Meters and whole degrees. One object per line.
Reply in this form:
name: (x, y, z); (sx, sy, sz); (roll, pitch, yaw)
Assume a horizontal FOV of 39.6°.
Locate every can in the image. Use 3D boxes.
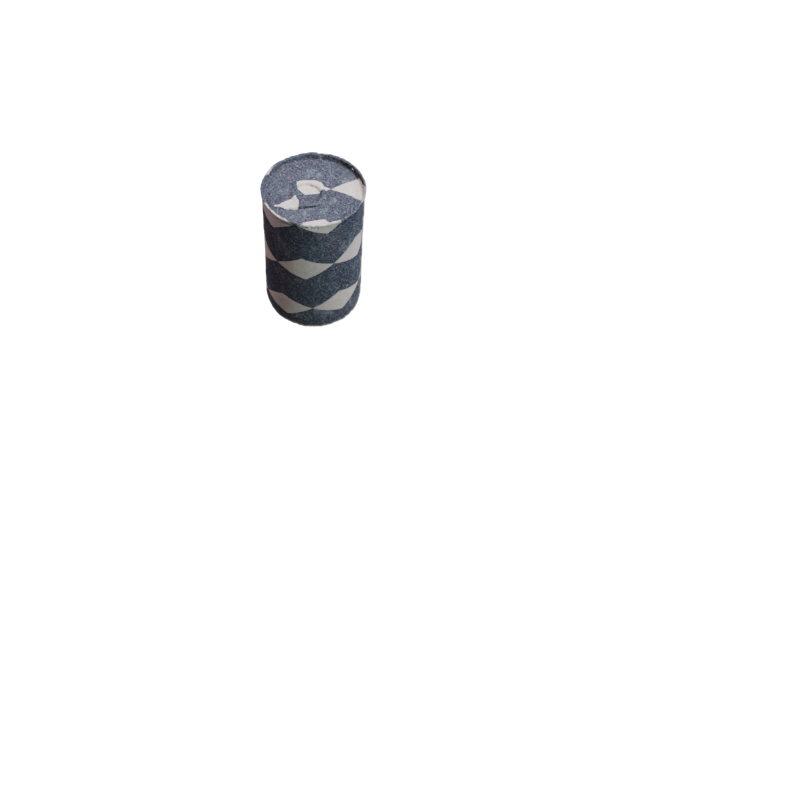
can: (-0.058, -0.106, 0.745); (0.068, 0.073, 0.095); (0, -39, -3)
